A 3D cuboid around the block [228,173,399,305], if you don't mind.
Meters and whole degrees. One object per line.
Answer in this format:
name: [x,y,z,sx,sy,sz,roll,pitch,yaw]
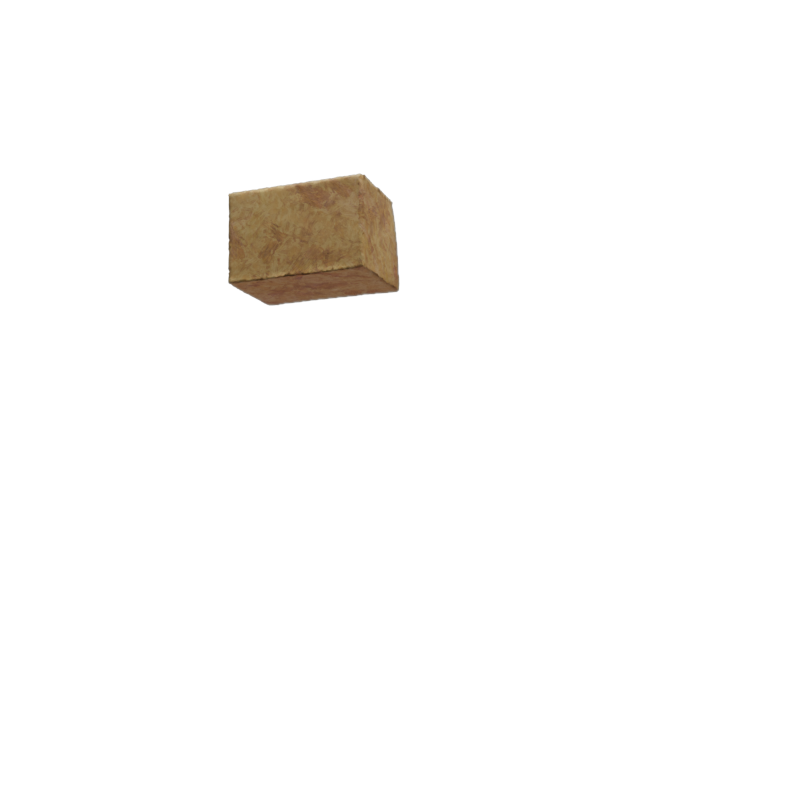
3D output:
block: [-0.046,-0.083,0.584,0.079,0.053,0.050,-5,-14,20]
